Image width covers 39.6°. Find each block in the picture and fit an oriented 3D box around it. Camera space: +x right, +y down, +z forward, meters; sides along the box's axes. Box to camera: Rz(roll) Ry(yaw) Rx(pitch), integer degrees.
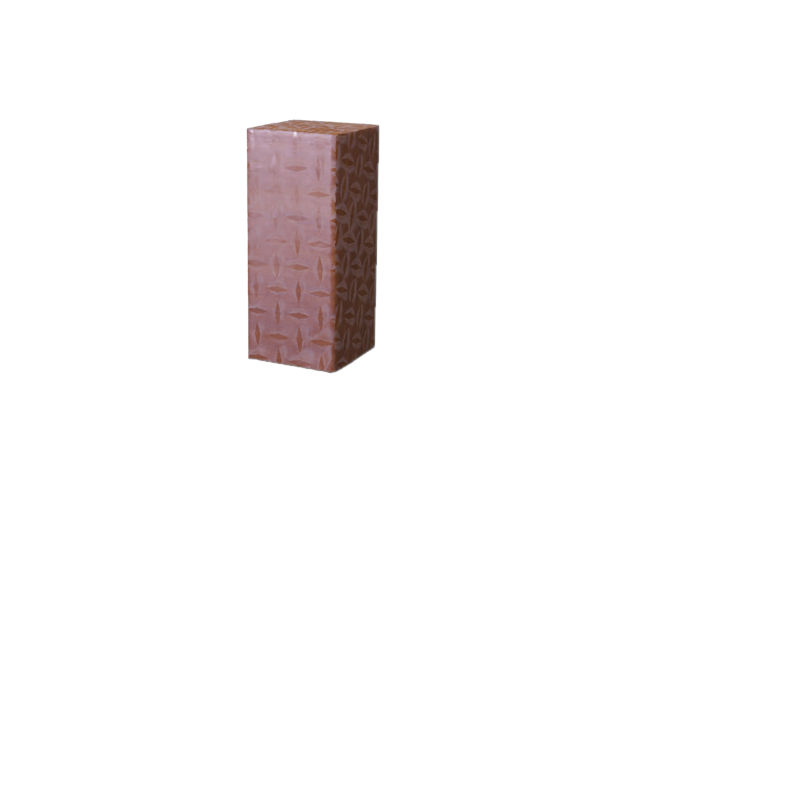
[{"bbox_3d":[-0.077,-0.141,0.986,0.094,0.200,0.090,7,15,25],"label":"block"}]
